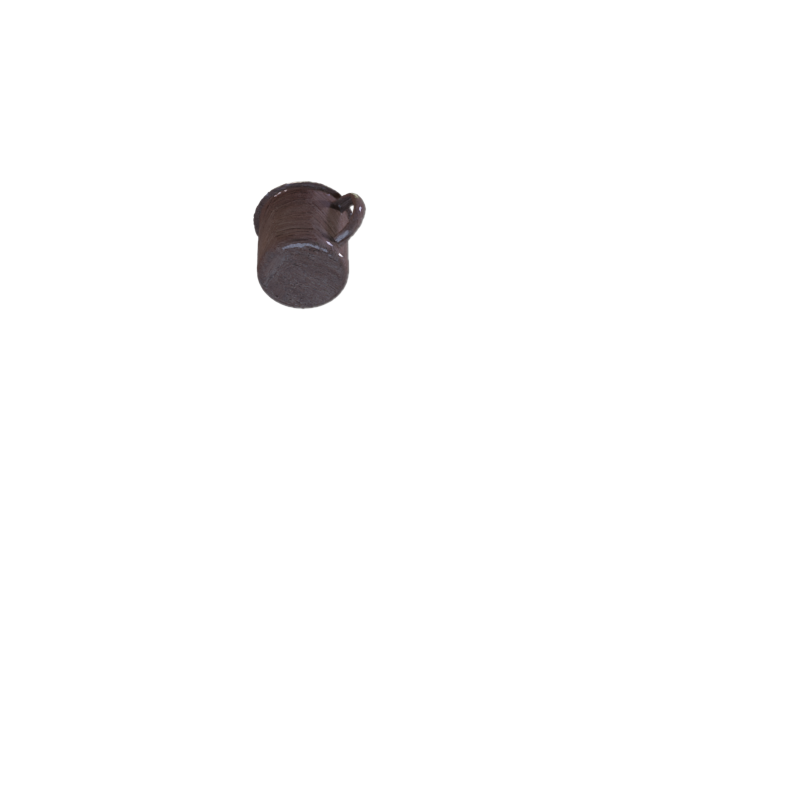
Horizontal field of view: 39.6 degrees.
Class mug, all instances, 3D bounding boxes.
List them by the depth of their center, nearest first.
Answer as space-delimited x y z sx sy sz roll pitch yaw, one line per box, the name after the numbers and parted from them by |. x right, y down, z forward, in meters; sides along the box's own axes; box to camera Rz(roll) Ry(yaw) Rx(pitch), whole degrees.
-0.078 -0.142 0.994 0.117 0.087 0.087 -30 -53 23 | mug
